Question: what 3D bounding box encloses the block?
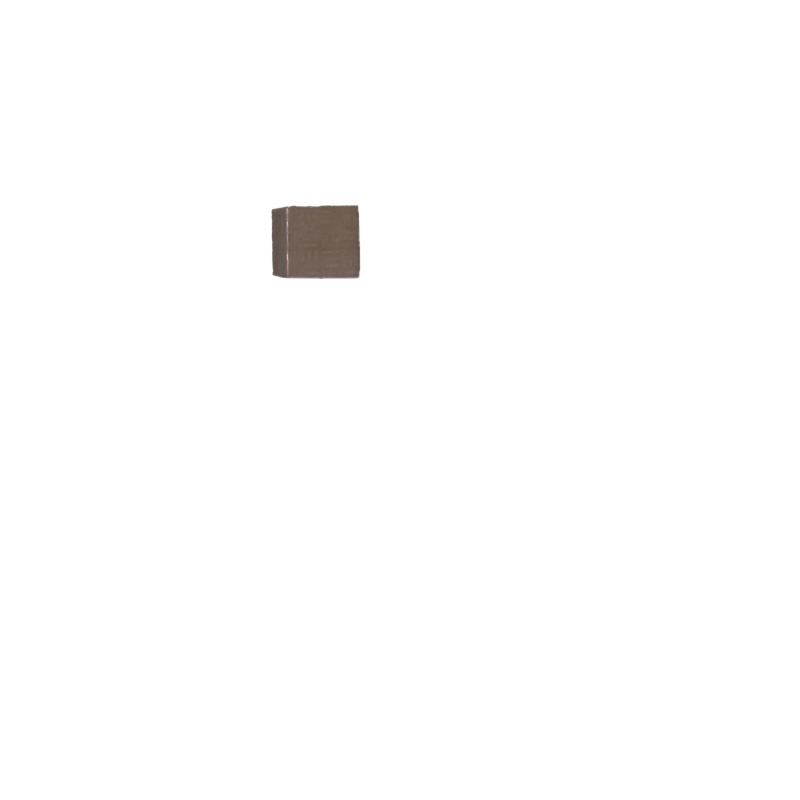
[{"bbox_3d":[-0.062,-0.114,0.798,0.052,0.051,0.080,-1,6,-14],"label":"block"}]
